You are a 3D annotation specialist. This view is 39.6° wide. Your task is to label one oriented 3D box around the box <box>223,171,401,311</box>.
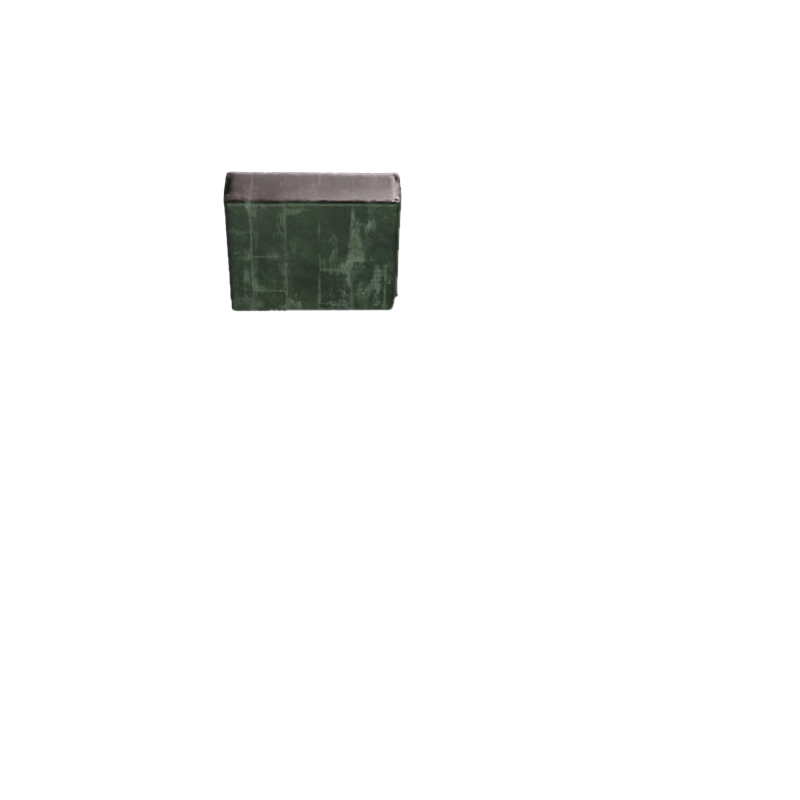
[{"bbox_3d":[-0.045,-0.082,0.575,0.089,0.068,0.032,0,43,-1],"label":"box"}]
